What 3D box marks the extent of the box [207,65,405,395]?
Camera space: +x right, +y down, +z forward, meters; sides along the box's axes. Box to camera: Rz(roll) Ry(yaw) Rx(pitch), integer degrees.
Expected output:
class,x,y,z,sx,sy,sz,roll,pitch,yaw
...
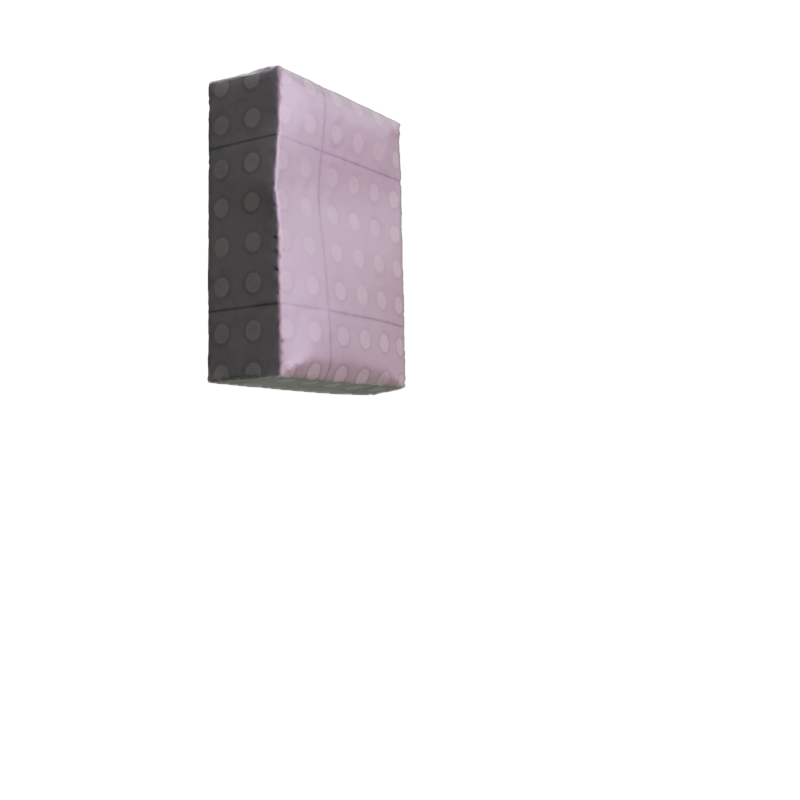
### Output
class,x,y,z,sx,sy,sz,roll,pitch,yaw
box,-0.063,-0.115,0.804,0.074,0.219,0.156,-8,-11,32
